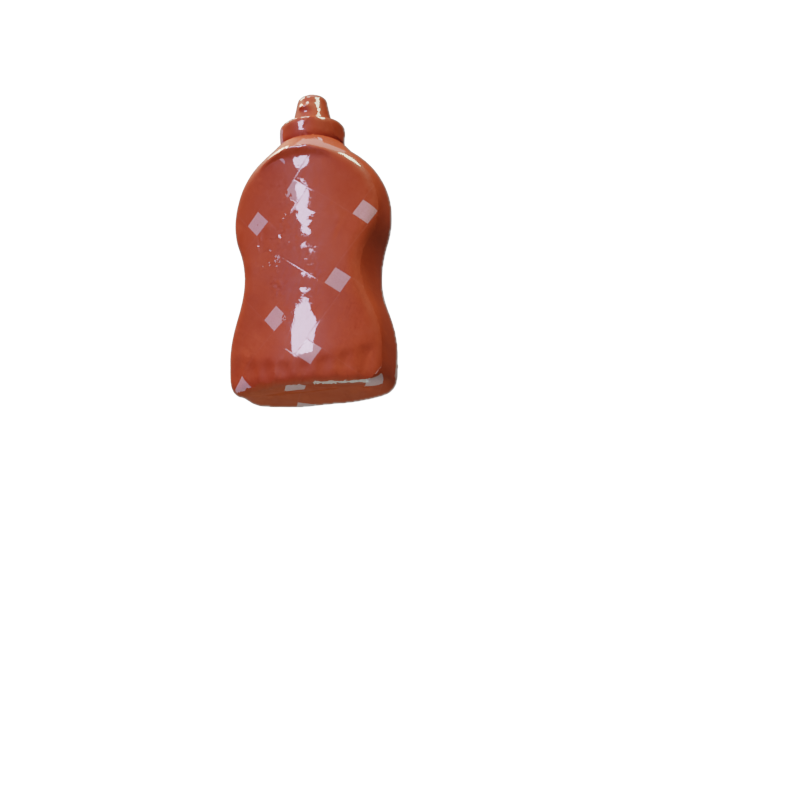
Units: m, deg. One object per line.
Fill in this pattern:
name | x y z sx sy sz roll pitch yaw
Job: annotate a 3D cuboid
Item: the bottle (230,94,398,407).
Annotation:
bottle | -0.053 -0.096 0.672 0.098 0.201 0.055 -9 -21 21
